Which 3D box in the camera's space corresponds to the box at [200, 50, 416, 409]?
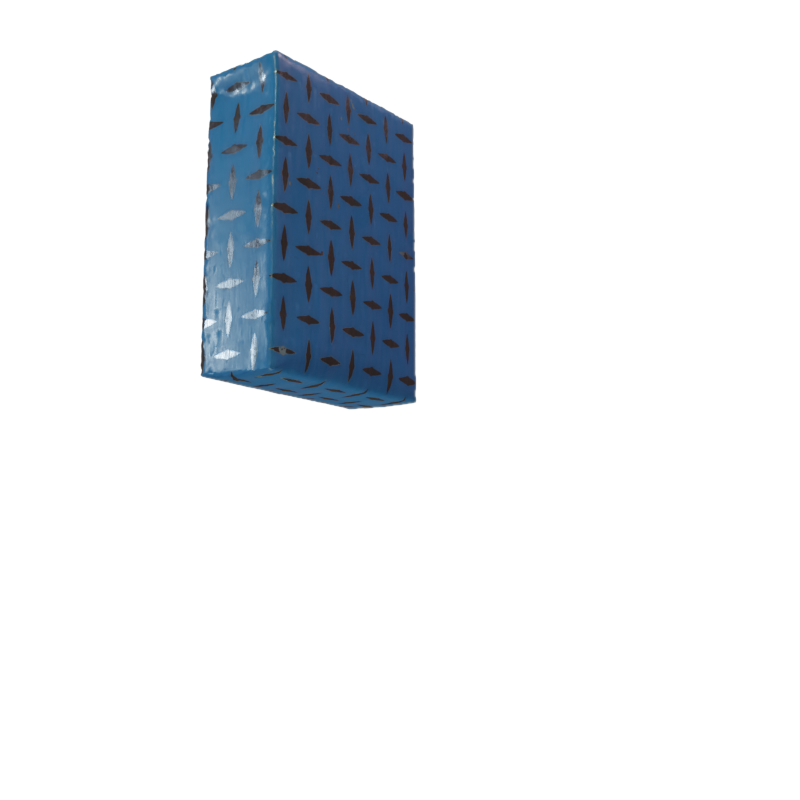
[{"bbox_3d":[-0.060,-0.110,0.770,0.073,0.222,0.155,-12,-18,35],"label":"box"}]
